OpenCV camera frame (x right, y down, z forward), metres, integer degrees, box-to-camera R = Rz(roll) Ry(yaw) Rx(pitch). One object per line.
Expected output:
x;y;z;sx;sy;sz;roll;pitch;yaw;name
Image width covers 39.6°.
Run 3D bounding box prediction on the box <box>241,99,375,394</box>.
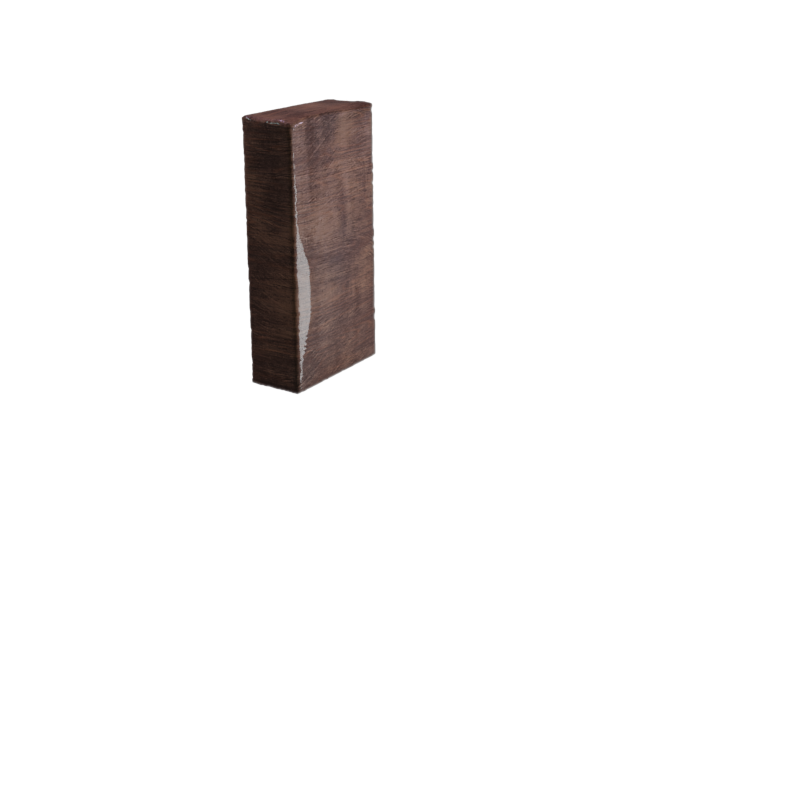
-0.057;-0.103;0.725;0.050;0.169;0.093;12;21;31;box
